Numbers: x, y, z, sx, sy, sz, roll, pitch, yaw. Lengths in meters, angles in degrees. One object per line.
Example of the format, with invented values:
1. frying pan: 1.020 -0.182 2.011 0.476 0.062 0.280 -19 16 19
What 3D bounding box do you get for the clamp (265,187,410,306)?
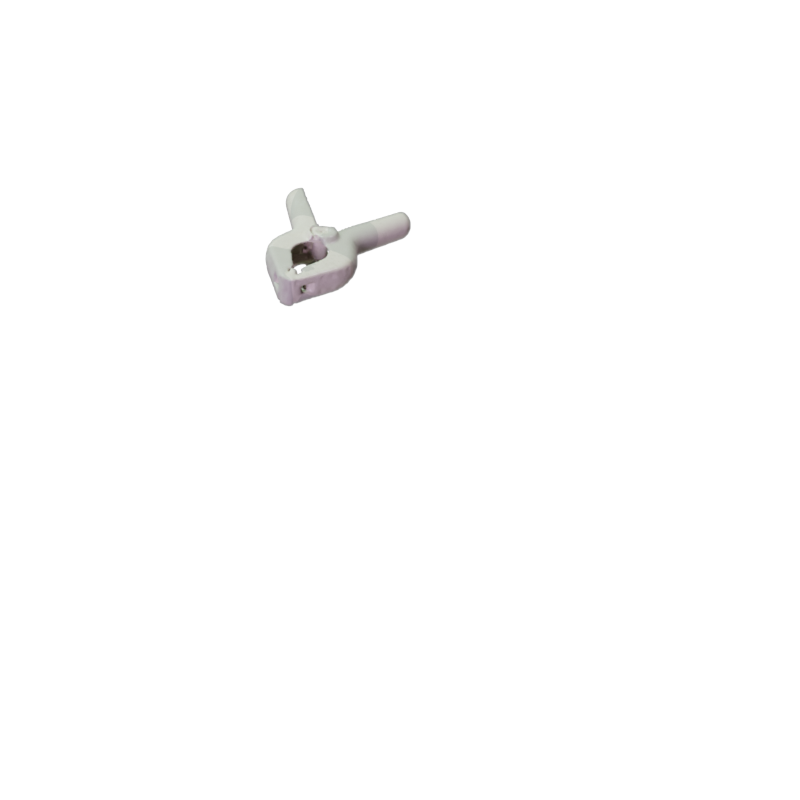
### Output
1. clamp: -0.077 -0.140 0.983 0.125 0.037 0.174 15 34 23
